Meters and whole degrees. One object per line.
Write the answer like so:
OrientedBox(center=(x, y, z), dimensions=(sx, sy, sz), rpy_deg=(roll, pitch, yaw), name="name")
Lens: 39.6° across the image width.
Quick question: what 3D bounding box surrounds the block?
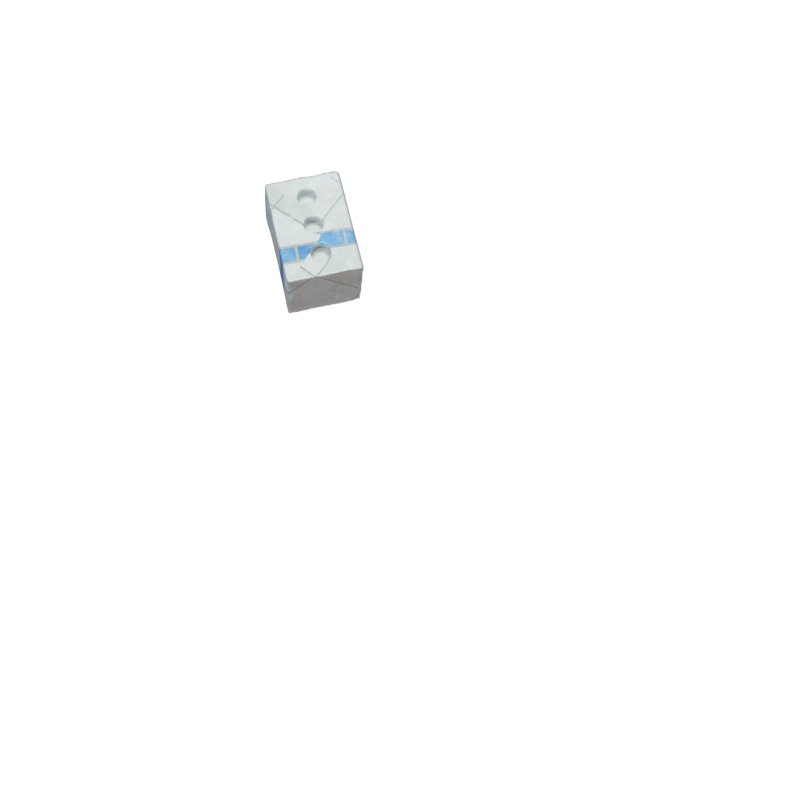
OrientedBox(center=(-0.059, -0.107, 0.752), dimensions=(0.052, 0.083, 0.048), rpy_deg=(-12, -25, -8), name="block")
